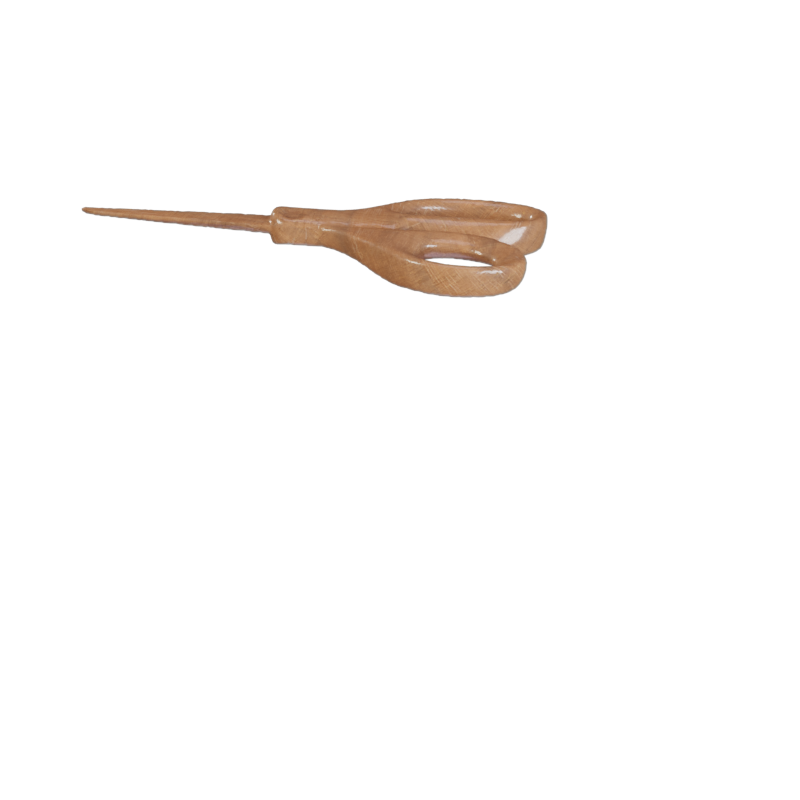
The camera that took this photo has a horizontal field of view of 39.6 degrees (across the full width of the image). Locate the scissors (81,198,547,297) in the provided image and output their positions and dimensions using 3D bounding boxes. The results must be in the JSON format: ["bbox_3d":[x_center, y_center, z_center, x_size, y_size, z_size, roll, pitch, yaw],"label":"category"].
[{"bbox_3d":[-0.036,-0.065,0.458,0.201,0.015,0.102,-2,27,-4],"label":"scissors"}]
